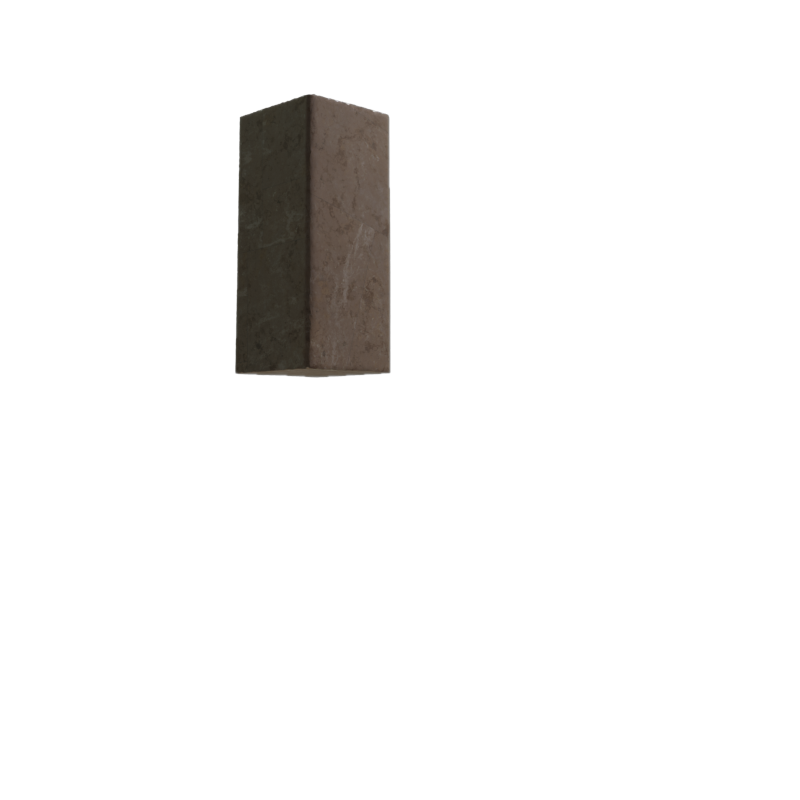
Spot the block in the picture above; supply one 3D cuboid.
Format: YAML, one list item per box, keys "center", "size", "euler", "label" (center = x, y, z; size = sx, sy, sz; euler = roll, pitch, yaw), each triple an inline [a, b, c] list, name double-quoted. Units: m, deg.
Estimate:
- center: [-0.068, -0.124, 0.872]
  size: [0.086, 0.211, 0.093]
  euler: [8, -12, -44]
  label: "block"
